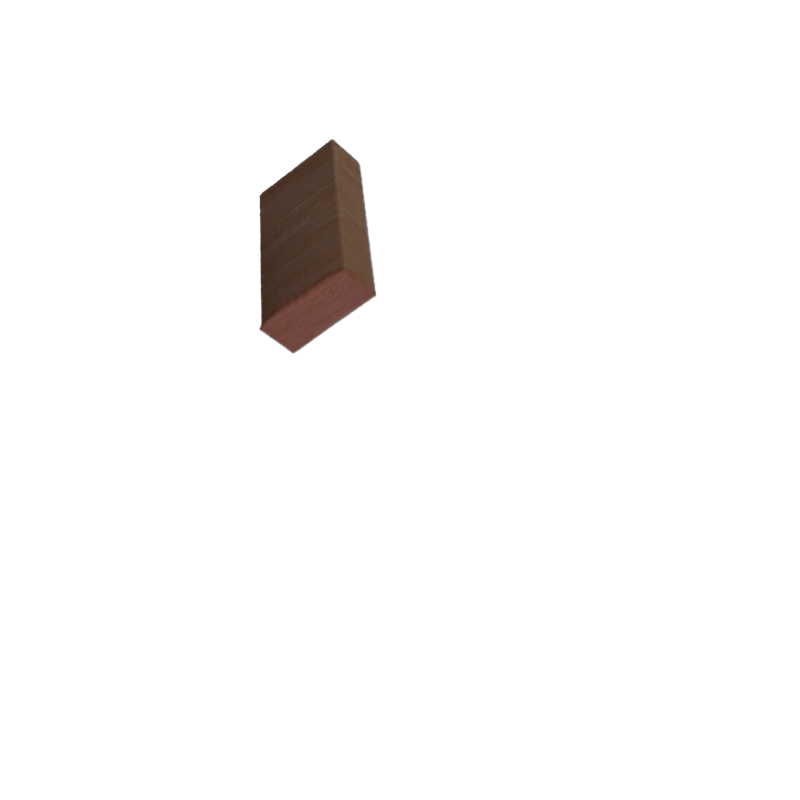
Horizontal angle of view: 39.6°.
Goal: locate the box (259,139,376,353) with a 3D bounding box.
[{"bbox_3d":[-0.072,-0.132,0.924,0.093,0.189,0.045,-33,-53,24],"label":"box"}]
